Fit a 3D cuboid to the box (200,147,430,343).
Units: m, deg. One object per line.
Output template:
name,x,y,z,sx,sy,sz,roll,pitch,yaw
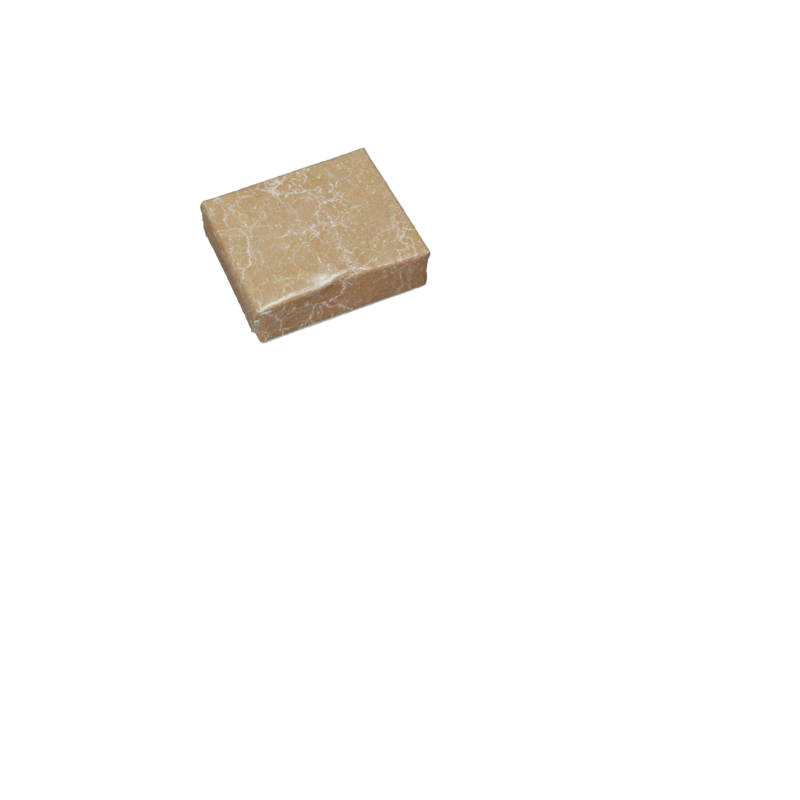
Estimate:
box,-0.041,-0.075,0.528,0.089,0.079,0.028,-20,-33,-15
